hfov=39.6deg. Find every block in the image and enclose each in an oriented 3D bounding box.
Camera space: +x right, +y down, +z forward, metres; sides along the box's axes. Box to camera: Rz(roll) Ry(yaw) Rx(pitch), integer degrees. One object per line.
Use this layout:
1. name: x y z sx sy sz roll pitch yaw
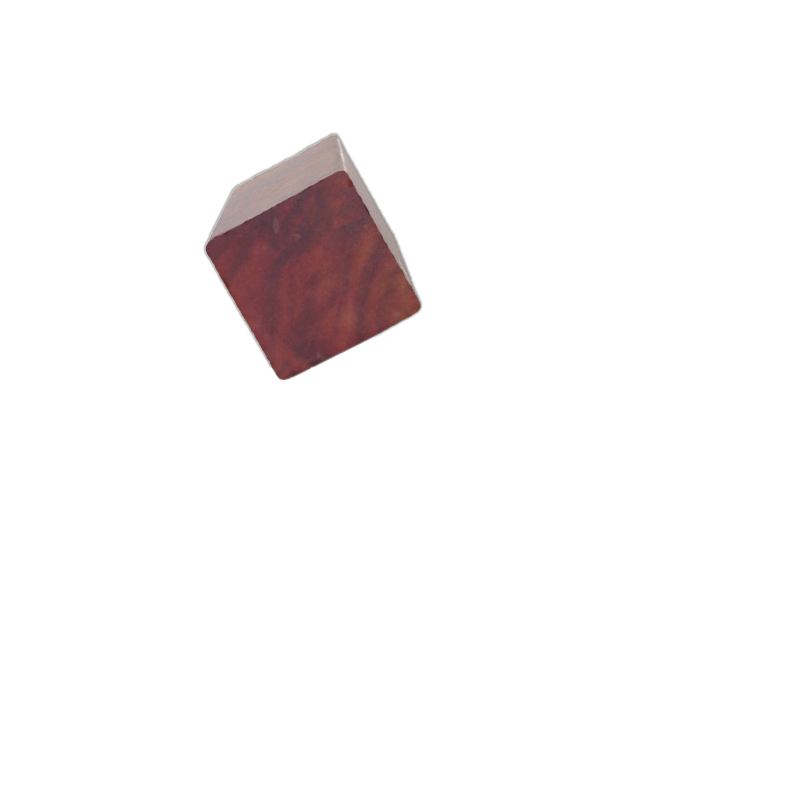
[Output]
1. block: -0.055 -0.099 0.695 0.090 0.087 0.214 -28 17 5
